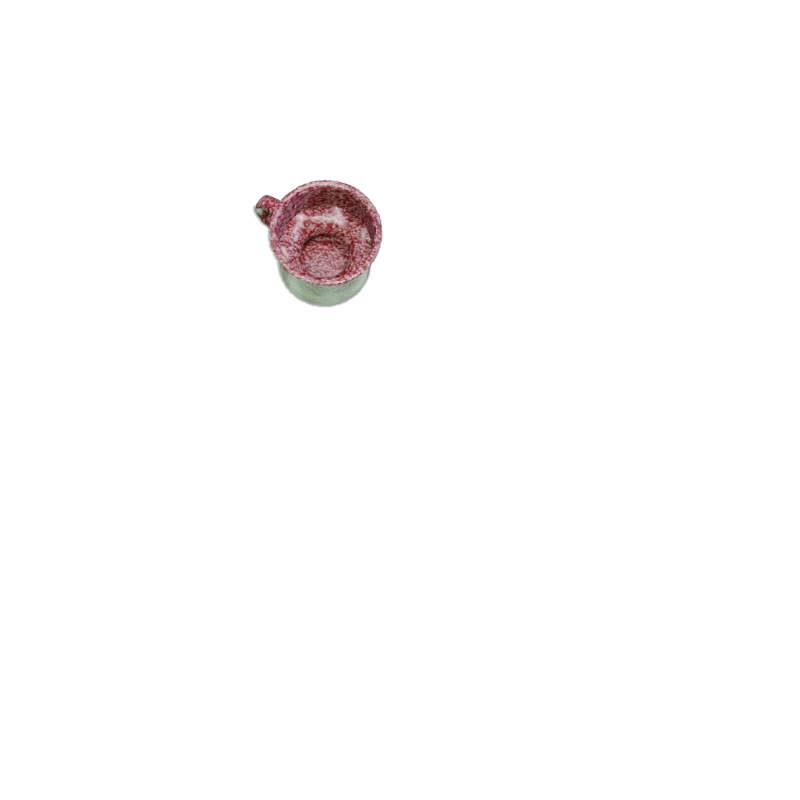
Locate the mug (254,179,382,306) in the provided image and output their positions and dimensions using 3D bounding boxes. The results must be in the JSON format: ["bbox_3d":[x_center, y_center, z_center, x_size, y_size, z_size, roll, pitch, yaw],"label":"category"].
[{"bbox_3d":[-0.074,-0.135,0.946,0.120,0.095,0.078,30,-16,8],"label":"mug"}]
